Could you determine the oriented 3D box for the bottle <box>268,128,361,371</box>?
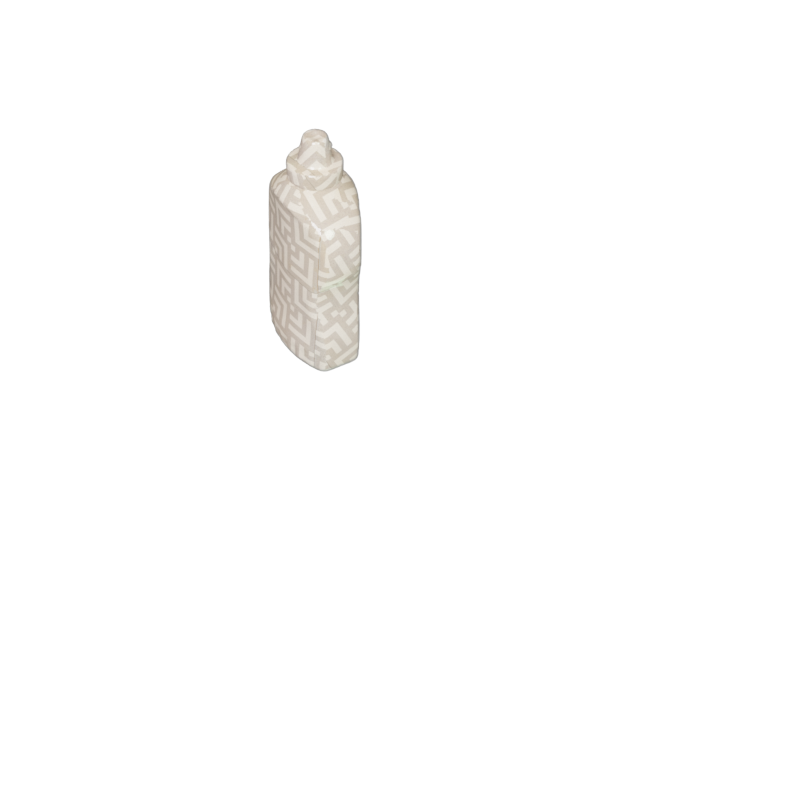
[{"bbox_3d":[-0.064,-0.118,0.826,0.058,0.179,0.104,-18,48,-21],"label":"bottle"}]
